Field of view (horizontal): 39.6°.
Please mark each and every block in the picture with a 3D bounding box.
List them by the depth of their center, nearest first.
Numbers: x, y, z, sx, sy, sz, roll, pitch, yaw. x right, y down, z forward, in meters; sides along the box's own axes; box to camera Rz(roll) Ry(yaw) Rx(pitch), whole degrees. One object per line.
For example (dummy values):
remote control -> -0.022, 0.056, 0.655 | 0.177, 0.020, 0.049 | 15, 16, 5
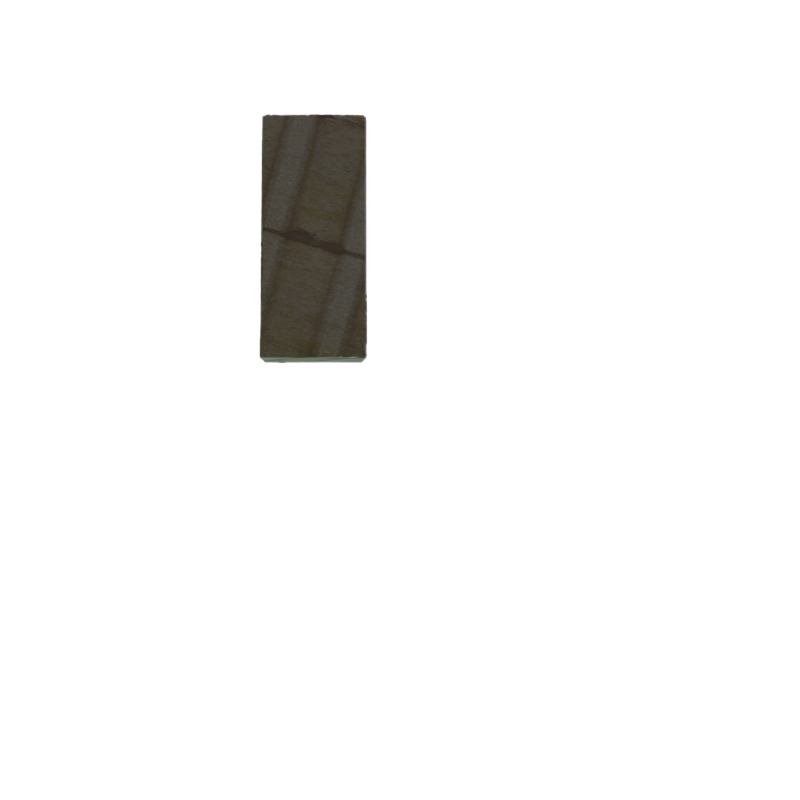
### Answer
block -> -0.075, -0.138, 0.967 | 0.090, 0.210, 0.089 | 0, -7, -3
